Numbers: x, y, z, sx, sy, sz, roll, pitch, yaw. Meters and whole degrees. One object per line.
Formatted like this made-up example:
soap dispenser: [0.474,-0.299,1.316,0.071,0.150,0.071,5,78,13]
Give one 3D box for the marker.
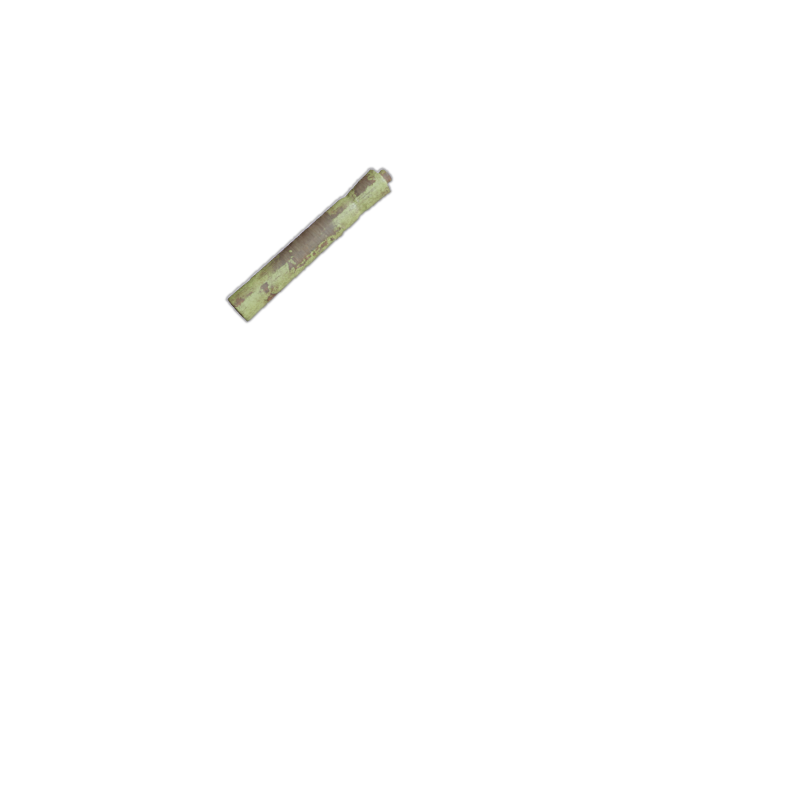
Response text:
marker: [-0.051,-0.093,0.650,0.121,0.019,0.020,-43,12,-8]
